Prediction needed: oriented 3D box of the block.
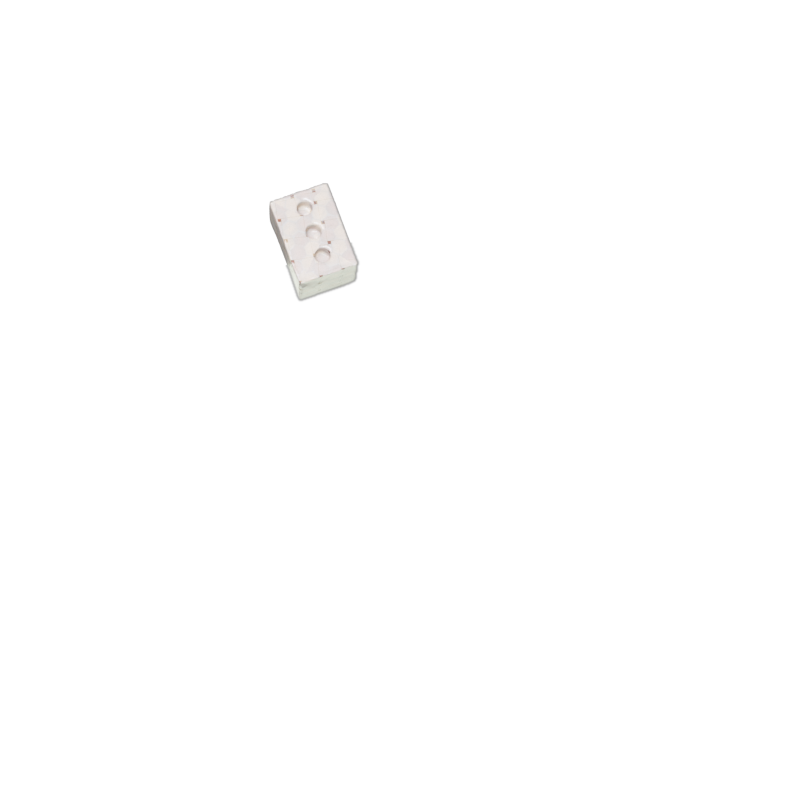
[{"bbox_3d":[-0.072,-0.132,0.922,0.052,0.082,0.049,-20,-16,-8],"label":"block"}]
